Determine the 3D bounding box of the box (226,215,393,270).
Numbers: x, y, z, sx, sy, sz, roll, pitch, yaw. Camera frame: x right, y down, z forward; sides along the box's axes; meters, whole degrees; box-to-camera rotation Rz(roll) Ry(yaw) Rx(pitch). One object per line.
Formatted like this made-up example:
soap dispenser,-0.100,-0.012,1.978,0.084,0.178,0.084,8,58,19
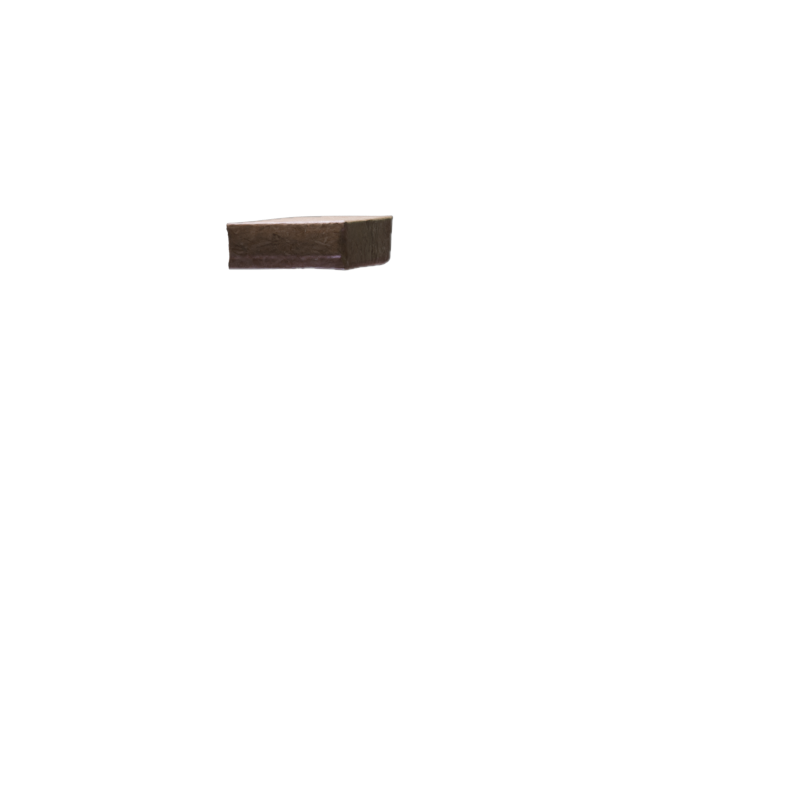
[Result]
box,-0.063,-0.116,0.812,0.092,0.038,0.112,3,9,19
